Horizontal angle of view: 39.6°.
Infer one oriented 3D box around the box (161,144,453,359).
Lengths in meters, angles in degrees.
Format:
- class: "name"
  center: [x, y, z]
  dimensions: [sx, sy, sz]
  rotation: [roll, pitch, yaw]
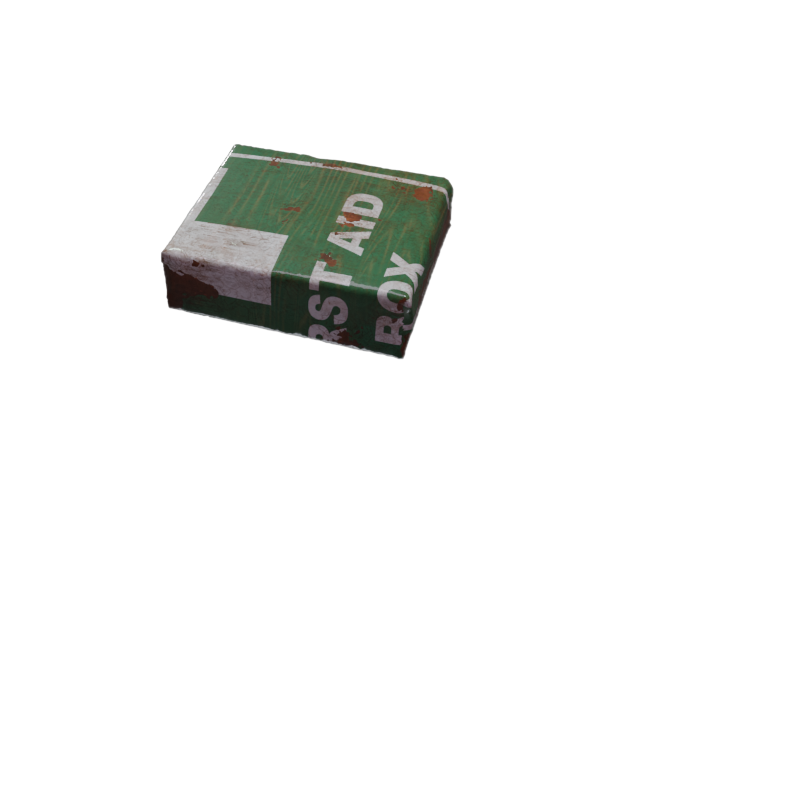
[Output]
- class: "box"
  center: [-0.031, -0.057, 0.403]
  dimensions: [0.091, 0.028, 0.077]
  rotation: [11, 43, 11]
